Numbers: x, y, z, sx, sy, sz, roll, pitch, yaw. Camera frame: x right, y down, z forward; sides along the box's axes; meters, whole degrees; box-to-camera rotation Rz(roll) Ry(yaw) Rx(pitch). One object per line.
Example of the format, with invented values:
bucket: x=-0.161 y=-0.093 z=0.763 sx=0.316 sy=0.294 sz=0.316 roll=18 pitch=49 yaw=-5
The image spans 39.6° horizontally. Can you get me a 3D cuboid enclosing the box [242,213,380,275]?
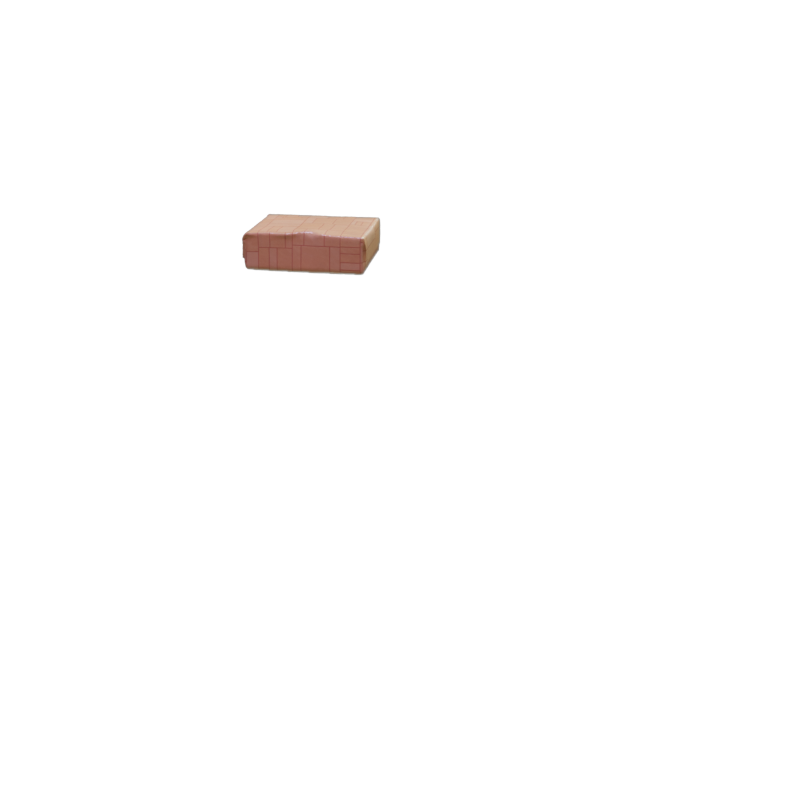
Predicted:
box: x=-0.064 y=-0.116 z=0.811 sx=0.091 sy=0.029 sz=0.075 roll=4 pitch=19 yaw=10
